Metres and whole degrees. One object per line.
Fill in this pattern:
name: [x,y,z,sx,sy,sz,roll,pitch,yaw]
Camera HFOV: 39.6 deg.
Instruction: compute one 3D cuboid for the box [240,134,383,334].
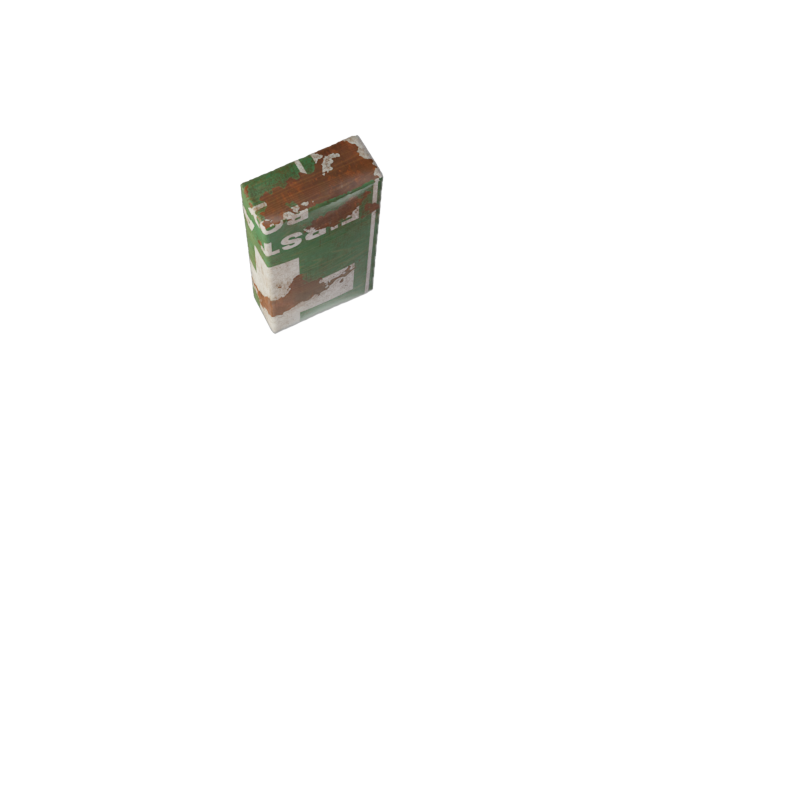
box: [-0.064,-0.117,0.820,0.093,0.050,0.168,-26,-16,-12]
